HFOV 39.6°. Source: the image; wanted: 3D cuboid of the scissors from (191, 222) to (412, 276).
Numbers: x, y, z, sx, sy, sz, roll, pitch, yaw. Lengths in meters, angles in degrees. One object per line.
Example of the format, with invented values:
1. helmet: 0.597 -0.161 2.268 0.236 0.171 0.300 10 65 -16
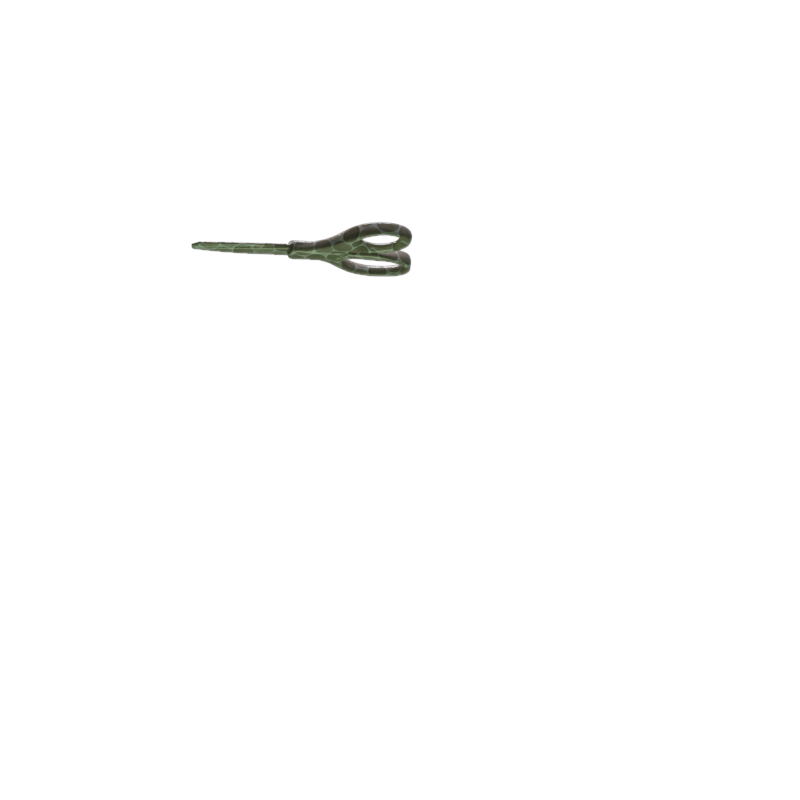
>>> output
1. scissors: -0.078 -0.142 0.994 0.196 0.017 0.094 8 -23 -19
